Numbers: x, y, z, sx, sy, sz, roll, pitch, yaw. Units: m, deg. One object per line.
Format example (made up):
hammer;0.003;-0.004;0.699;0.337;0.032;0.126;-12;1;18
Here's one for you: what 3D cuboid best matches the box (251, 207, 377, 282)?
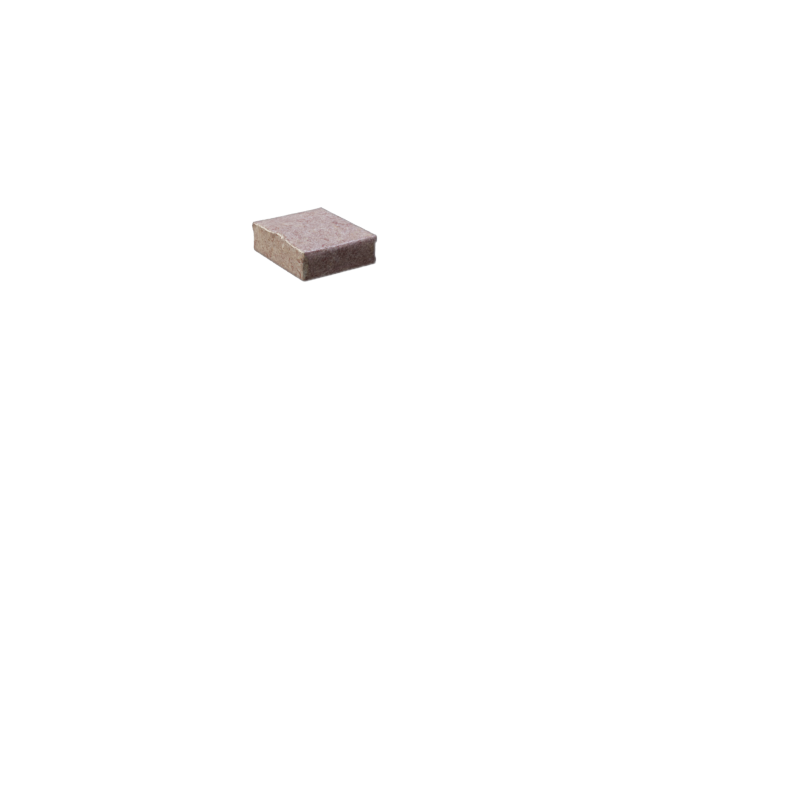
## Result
box;-0.075;-0.136;0.951;0.072;0.029;0.096;-17;32;-30
